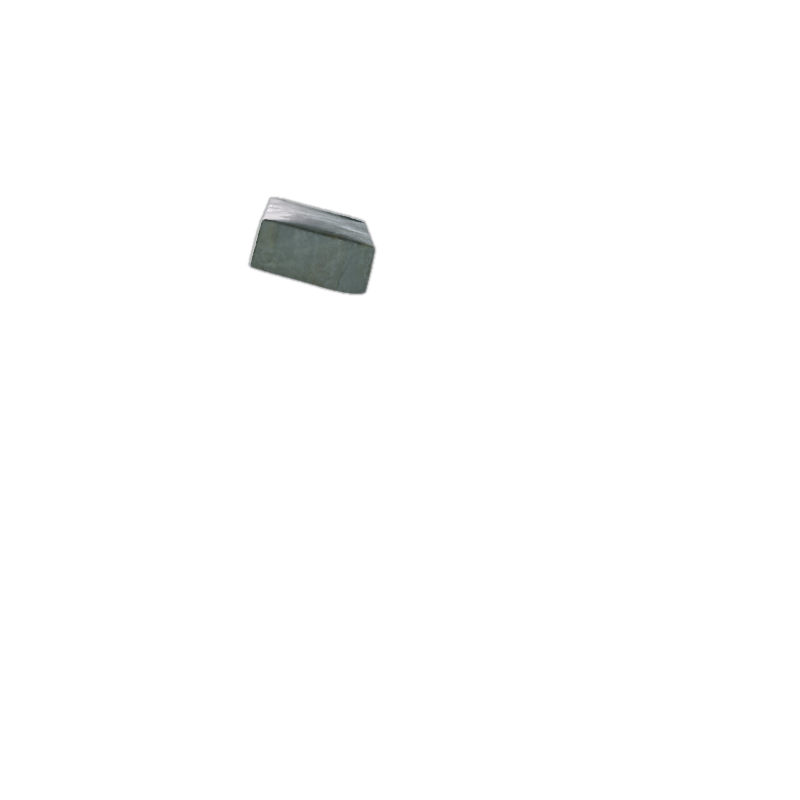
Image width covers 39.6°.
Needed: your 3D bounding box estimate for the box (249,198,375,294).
[{"bbox_3d":[-0.073,-0.133,0.930,0.092,0.047,0.182,14,16,-7],"label":"box"}]
